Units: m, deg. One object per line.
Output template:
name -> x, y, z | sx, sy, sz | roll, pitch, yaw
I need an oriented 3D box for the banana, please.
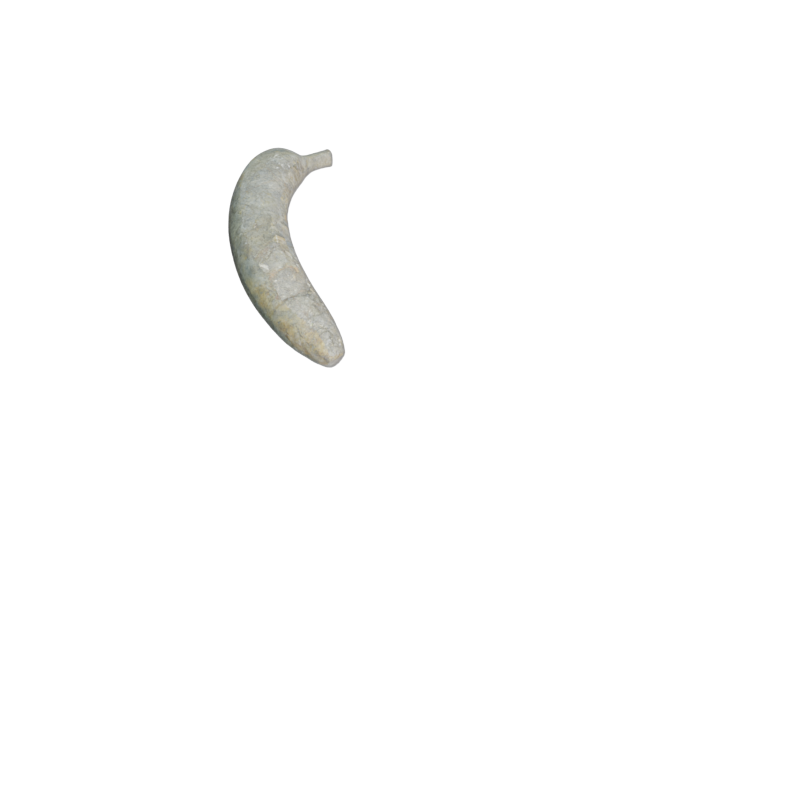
banana -> -0.072, -0.101, 0.689 | 0.069, 0.213, 0.034 | -2, -43, -3
